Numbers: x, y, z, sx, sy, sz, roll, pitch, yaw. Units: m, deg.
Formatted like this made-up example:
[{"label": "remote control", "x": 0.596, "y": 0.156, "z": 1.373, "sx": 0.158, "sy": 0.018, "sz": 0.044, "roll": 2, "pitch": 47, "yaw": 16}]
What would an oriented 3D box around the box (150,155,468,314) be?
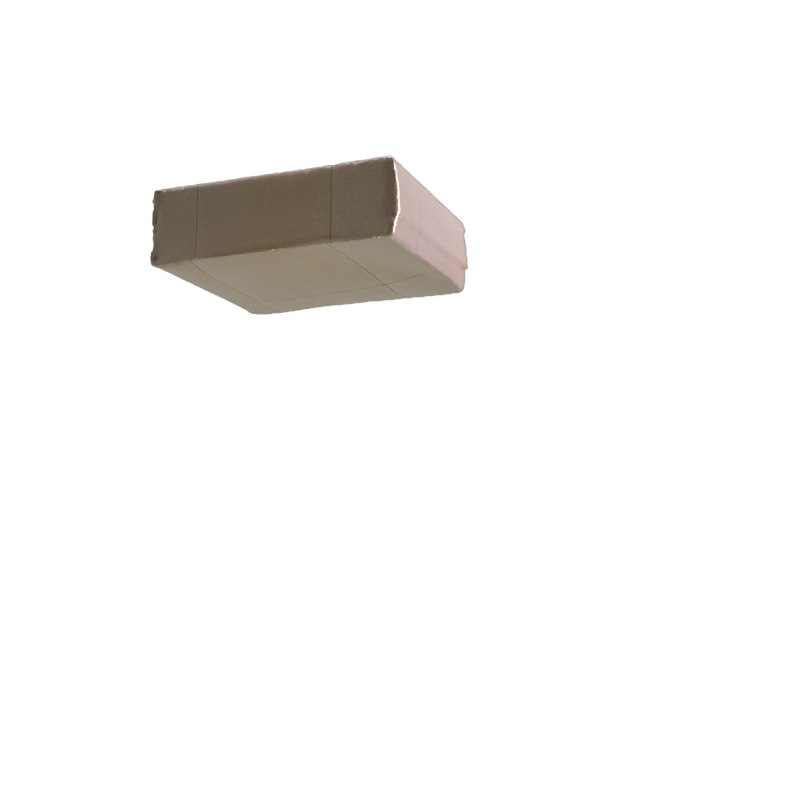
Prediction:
[{"label": "box", "x": -0.038, "y": -0.069, "z": 0.482, "sx": 0.116, "sy": 0.040, "sz": 0.085, "roll": -5, "pitch": -14, "yaw": 23}]
